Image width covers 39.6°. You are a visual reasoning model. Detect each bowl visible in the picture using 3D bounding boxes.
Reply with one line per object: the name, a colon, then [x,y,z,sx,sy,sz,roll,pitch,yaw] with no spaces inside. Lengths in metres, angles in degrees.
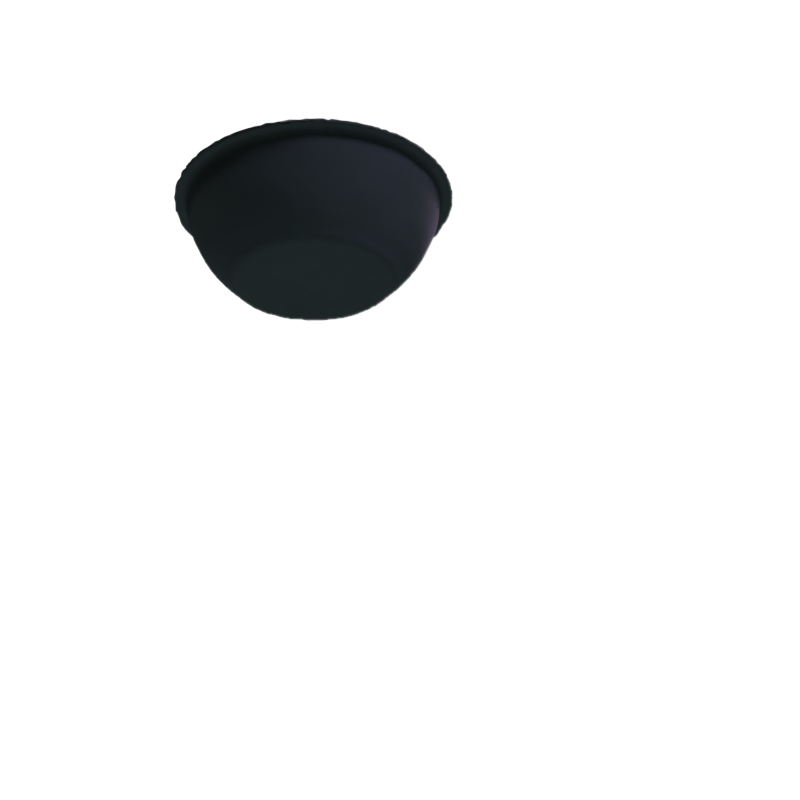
bowl: [-0.050,-0.090,0.633,0.162,0.059,0.153,1,-27,-2]
